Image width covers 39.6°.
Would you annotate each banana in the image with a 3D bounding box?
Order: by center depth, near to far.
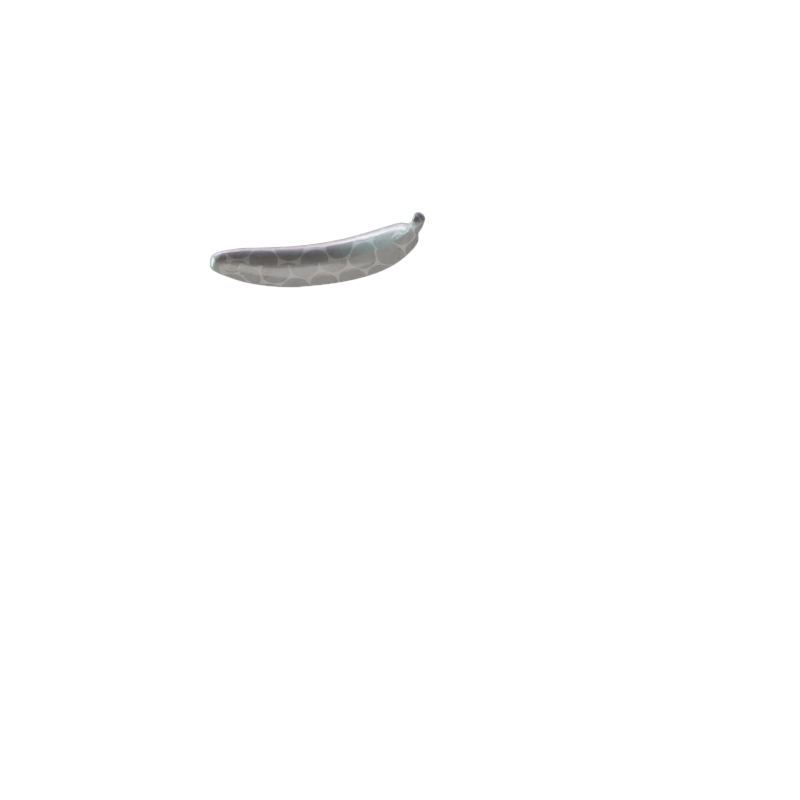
[{"bbox_3d":[-0.067,-0.129,0.978,0.200,0.039,0.064,-11,-36,15],"label":"banana"}]
